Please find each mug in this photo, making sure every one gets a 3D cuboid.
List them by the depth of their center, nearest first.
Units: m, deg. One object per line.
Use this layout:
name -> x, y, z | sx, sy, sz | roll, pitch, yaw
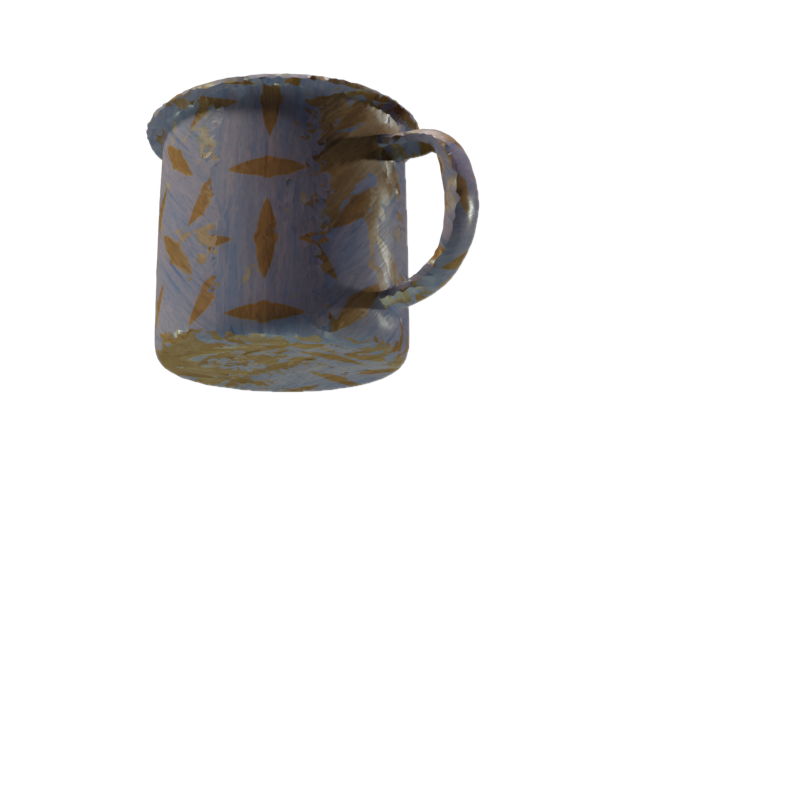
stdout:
mug -> -0.028, -0.051, 0.359 | 0.120, 0.085, 0.087 | -9, -18, 30
